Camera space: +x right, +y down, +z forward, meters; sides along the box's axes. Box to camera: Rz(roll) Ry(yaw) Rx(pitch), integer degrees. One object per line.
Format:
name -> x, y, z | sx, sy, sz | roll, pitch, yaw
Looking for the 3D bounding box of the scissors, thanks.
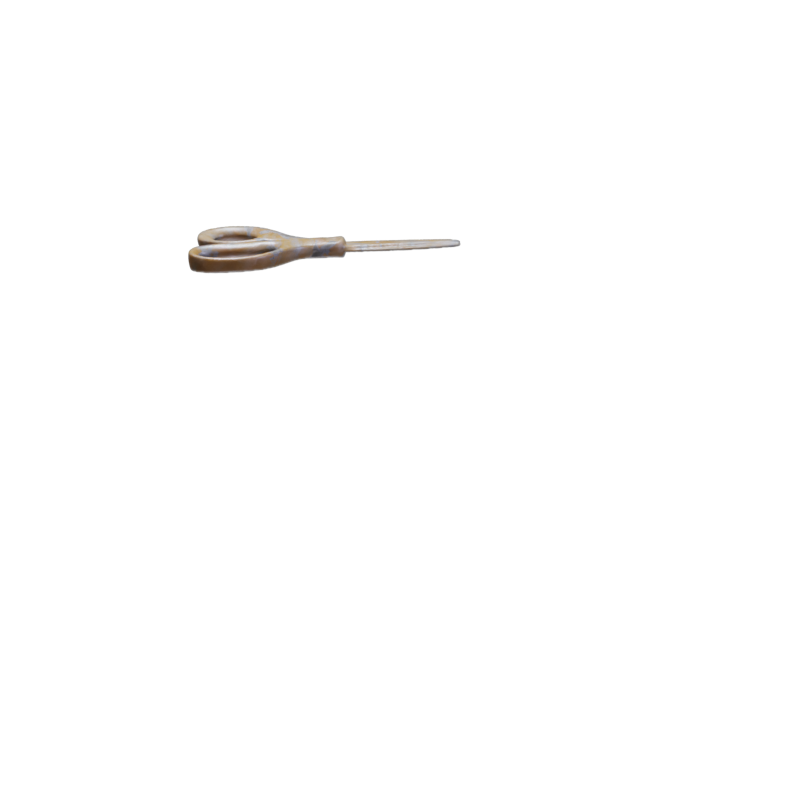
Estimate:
scissors -> -0.066, -0.120, 0.838 | 0.198, 0.015, 0.102 | -10, 25, -21
